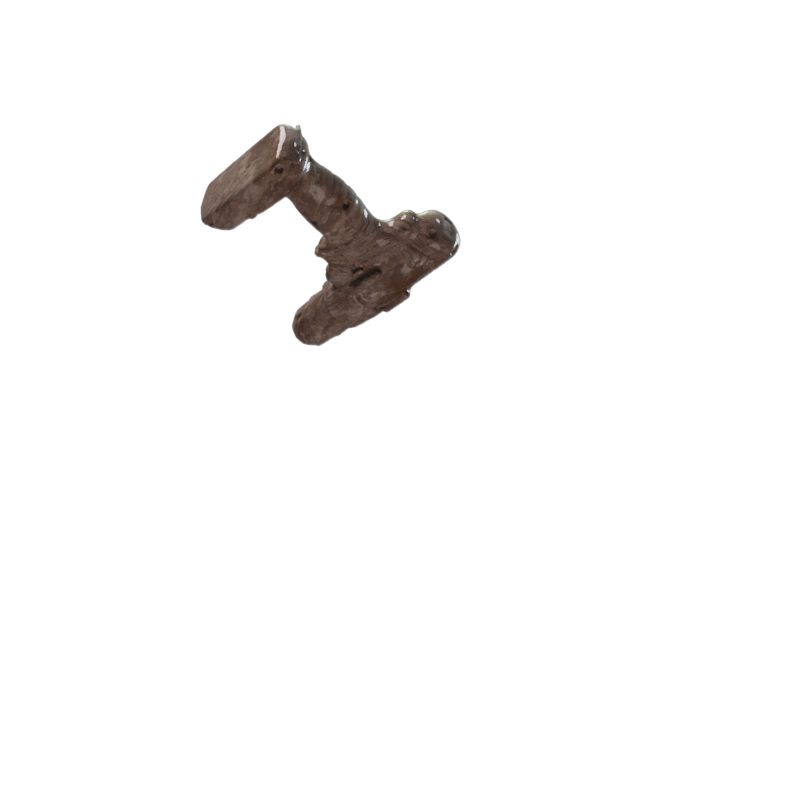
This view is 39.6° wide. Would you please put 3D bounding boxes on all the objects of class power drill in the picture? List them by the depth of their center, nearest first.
[{"bbox_3d":[-0.073,-0.132,0.928,0.176,0.062,0.182,34,-54,-30],"label":"power drill"}]
